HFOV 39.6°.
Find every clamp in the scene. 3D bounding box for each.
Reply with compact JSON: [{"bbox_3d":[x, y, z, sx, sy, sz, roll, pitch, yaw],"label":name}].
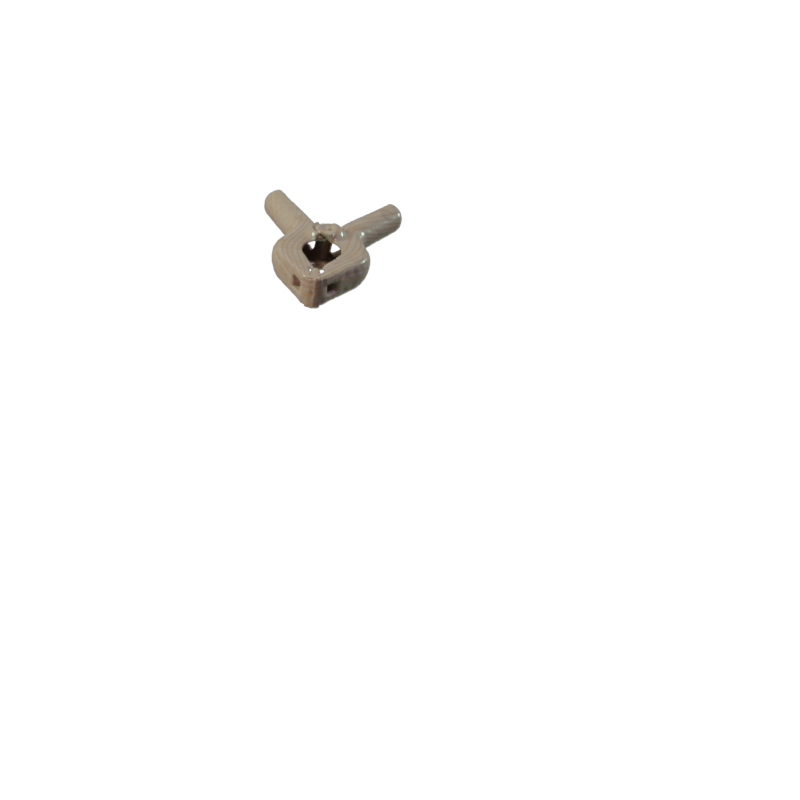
[{"bbox_3d":[-0.072,-0.131,0.917,0.122,0.037,0.178,6,30,11],"label":"clamp"}]
